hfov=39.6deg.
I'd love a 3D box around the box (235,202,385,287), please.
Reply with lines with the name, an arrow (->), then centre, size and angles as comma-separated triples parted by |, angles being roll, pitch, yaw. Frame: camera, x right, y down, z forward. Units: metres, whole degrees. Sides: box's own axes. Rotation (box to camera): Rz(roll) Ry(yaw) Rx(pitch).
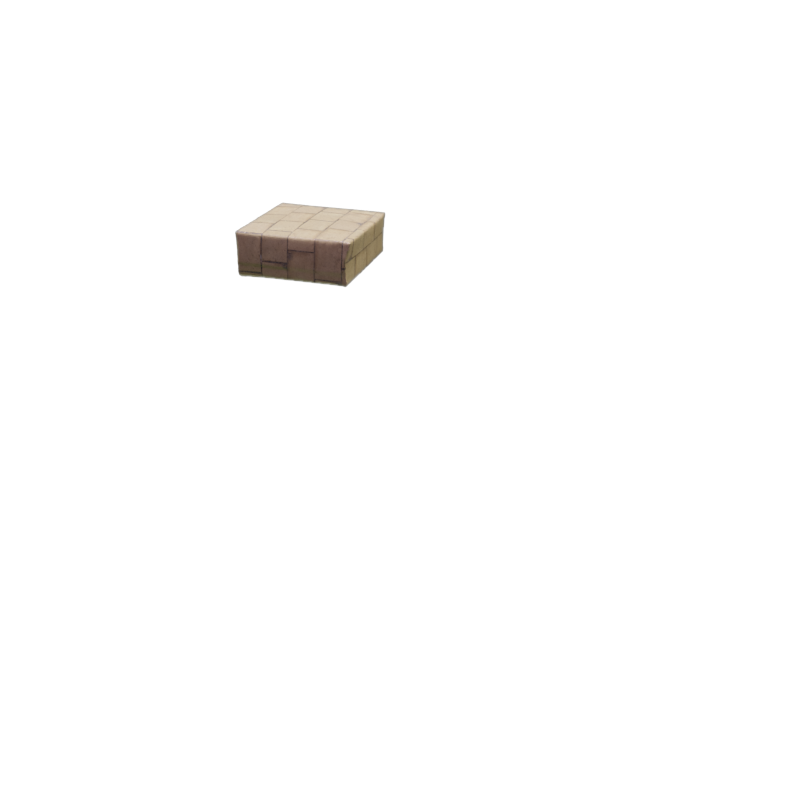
box -> -0.068, -0.123, 0.865 | 0.092, 0.037, 0.116 | 6, 23, 13
